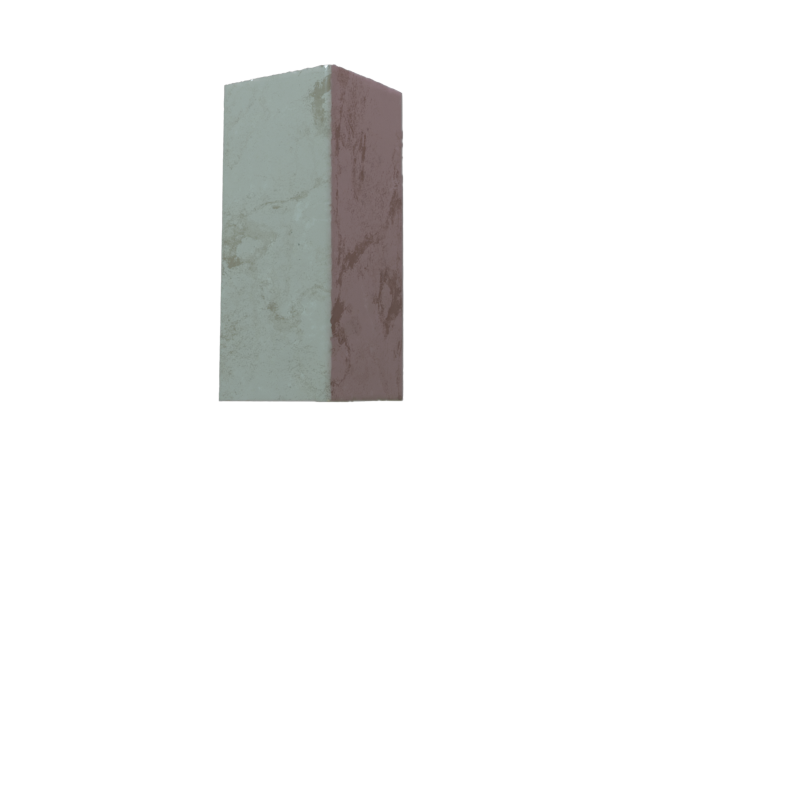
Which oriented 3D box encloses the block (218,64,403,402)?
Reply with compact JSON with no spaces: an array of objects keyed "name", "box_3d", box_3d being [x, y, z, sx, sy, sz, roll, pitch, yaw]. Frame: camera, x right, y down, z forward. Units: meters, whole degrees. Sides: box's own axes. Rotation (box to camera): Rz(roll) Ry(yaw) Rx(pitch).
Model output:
[{"name":"block","box_3d":[-0.056,-0.103,0.724,0.093,0.210,0.086,-4,-7,33]}]
